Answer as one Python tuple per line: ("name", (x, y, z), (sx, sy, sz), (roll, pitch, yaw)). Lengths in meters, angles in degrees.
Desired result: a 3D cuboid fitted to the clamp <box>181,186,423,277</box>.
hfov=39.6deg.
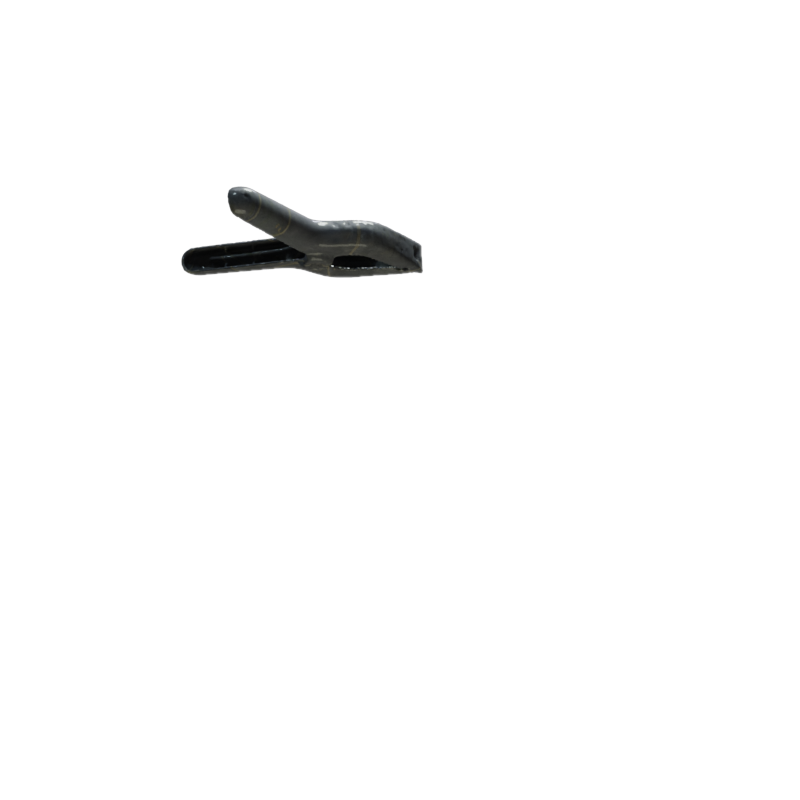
("clamp", (-0.075, -0.137, 0.956), (0.206, 0.038, 0.161), (3, -14, -14))
